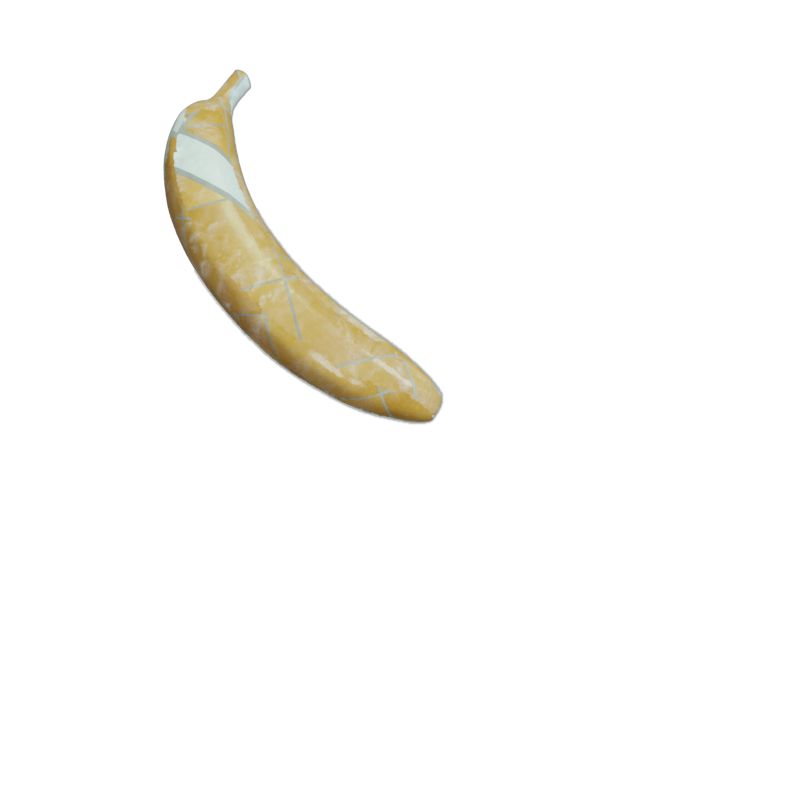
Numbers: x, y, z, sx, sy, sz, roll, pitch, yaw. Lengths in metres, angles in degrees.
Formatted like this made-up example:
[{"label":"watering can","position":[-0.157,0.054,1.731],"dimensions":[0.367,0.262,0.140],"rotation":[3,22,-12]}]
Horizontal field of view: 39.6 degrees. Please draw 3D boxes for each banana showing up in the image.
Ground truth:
[{"label":"banana","position":[-0.057,-0.066,0.497],"dimensions":[0.069,0.208,0.035],"rotation":[-26,-19,-10]}]
